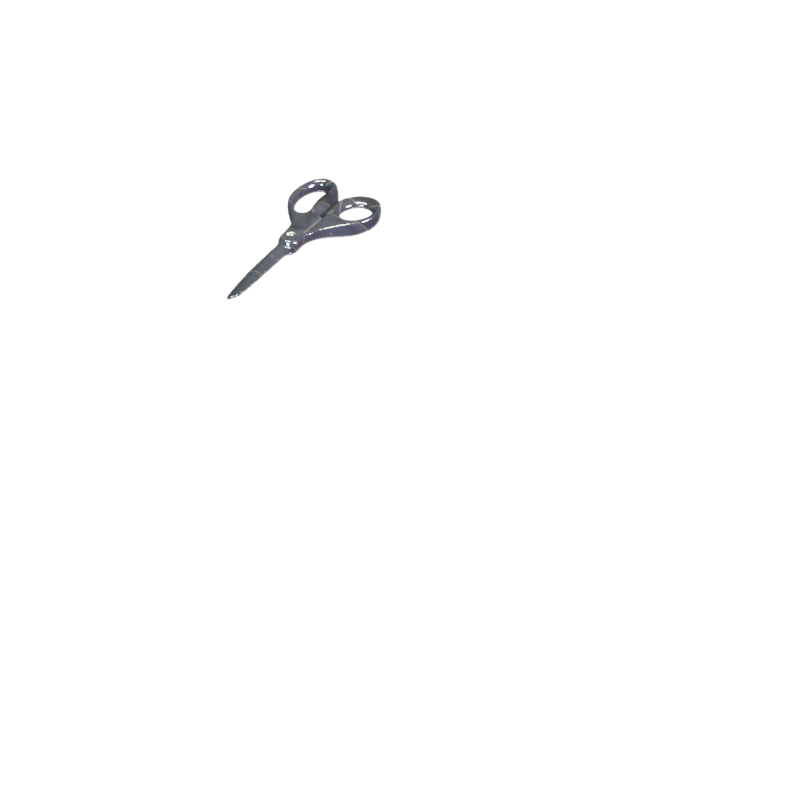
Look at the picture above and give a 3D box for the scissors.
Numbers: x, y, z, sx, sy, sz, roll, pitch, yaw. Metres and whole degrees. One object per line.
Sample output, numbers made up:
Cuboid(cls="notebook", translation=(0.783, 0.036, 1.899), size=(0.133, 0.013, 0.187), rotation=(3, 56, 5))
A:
Cuboid(cls="scissors", translation=(-0.077, -0.140, 0.979), size=(0.098, 0.015, 0.212), rotation=(7, 39, 9))
